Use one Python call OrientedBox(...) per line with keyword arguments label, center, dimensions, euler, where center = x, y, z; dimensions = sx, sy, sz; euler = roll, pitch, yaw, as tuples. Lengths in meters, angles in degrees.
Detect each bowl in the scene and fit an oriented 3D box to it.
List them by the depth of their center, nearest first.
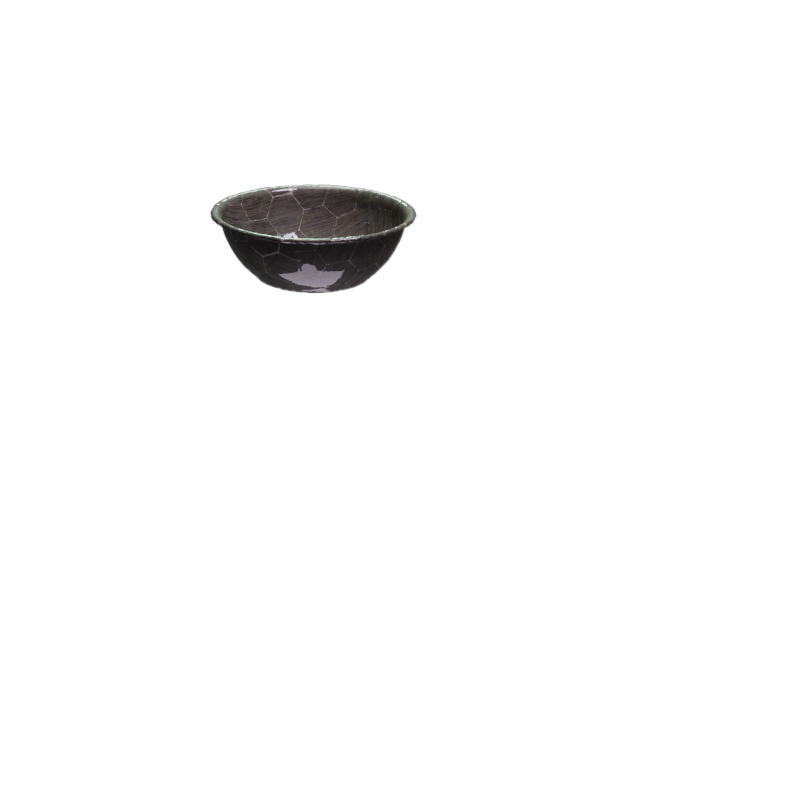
OrientedBox(label="bowl", center=(-0.069, -0.126, 0.880), dimensions=(0.162, 0.052, 0.170), euler=(-1, 24, -2))
